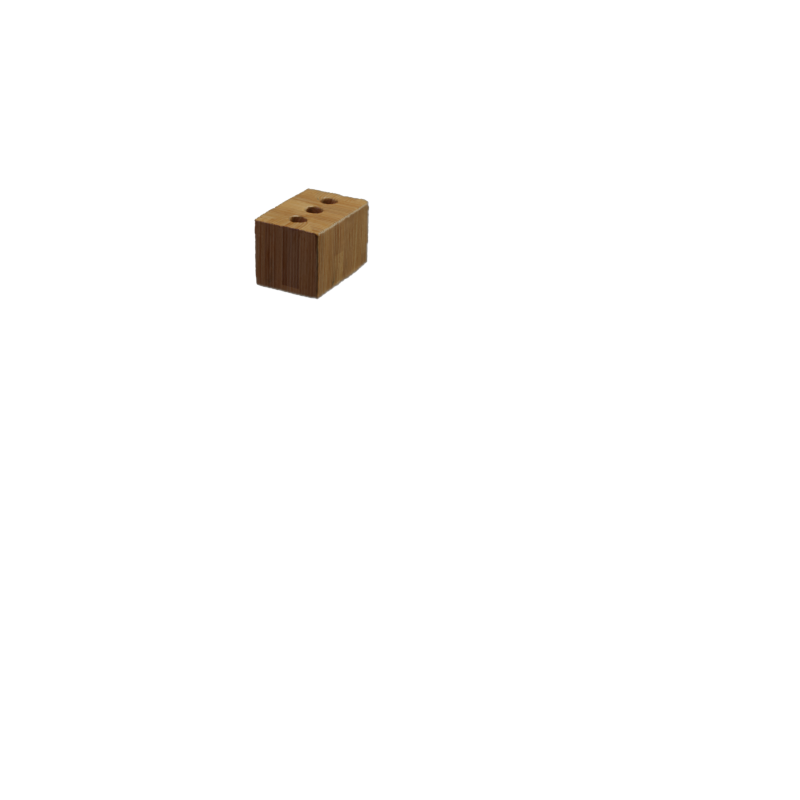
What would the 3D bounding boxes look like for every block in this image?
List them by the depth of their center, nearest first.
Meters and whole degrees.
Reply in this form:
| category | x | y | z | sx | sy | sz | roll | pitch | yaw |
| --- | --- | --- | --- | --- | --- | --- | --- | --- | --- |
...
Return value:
| category | x | y | z | sx | sy | sz | roll | pitch | yaw |
| --- | --- | --- | --- | --- | --- | --- | --- | --- | --- |
| block | -0.062 | -0.114 | 0.797 | 0.055 | 0.049 | 0.079 | 13 | 30 | 23 |
